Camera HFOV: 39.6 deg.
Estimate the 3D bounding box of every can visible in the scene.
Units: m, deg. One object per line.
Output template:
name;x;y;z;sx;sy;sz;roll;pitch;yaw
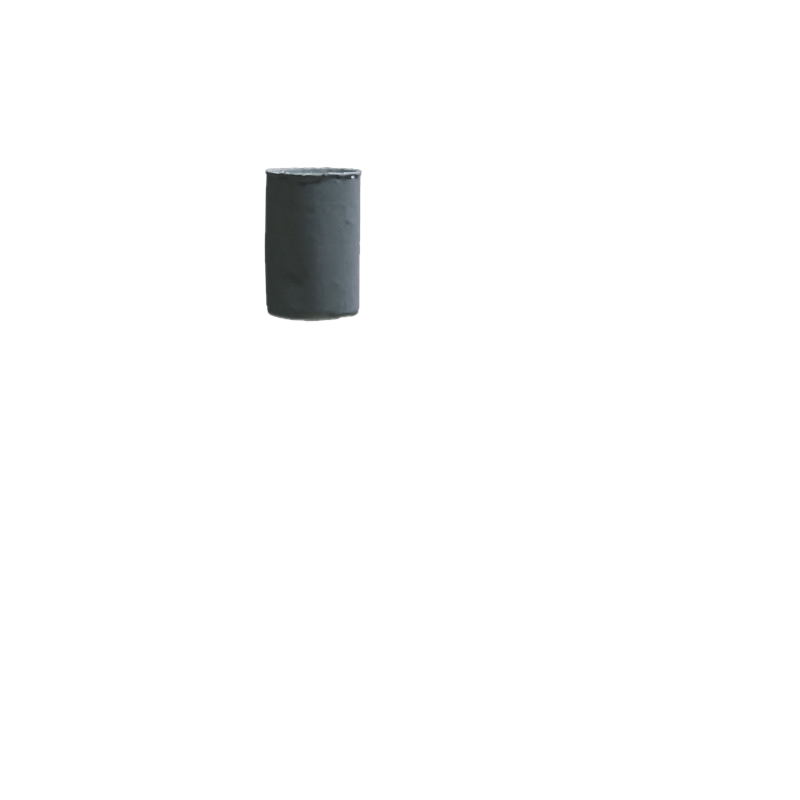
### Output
can;-0.061;-0.112;0.783;0.068;0.100;0.070;0;10;-2
